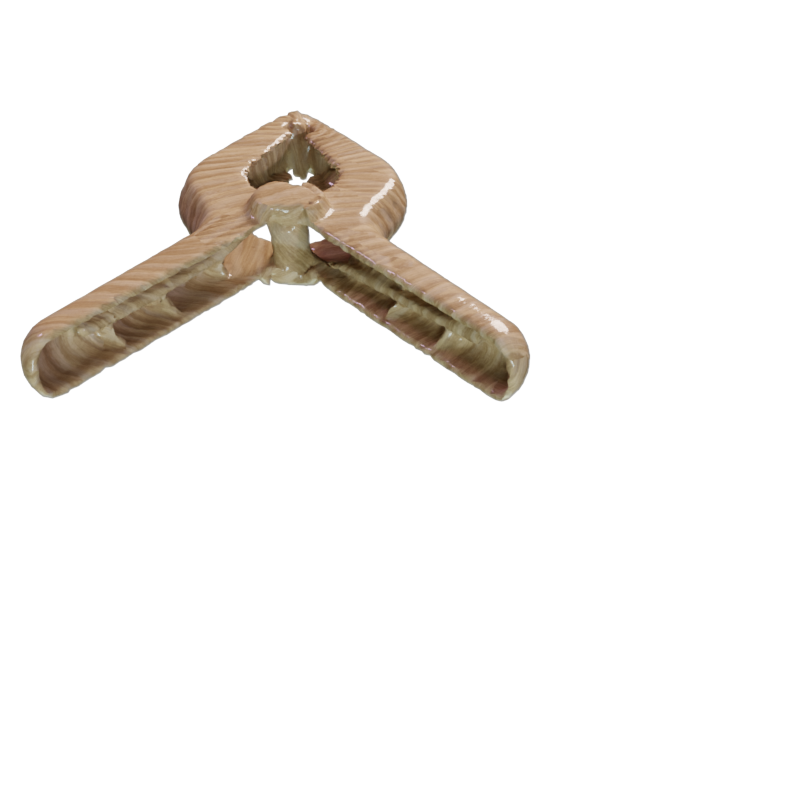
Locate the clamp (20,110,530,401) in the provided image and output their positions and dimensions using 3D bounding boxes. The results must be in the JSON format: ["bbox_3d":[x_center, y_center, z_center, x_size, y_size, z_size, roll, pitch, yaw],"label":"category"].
[{"bbox_3d":[-0.034,-0.062,0.434,0.166,0.034,0.221,4,34,5],"label":"clamp"}]
